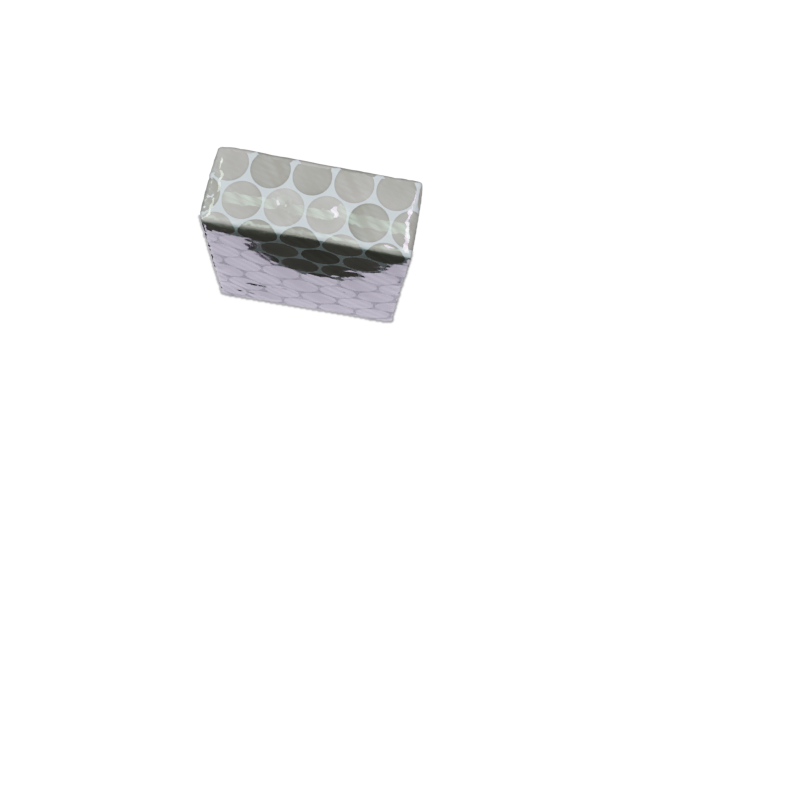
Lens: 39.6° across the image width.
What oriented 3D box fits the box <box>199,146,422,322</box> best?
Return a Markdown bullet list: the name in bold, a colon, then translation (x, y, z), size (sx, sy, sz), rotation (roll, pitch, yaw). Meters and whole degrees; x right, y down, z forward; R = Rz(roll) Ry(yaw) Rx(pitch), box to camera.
- **box**: translation (-0.073, -0.134, 0.936), size (0.165, 0.074, 0.207), rotation (11, -12, 0)
